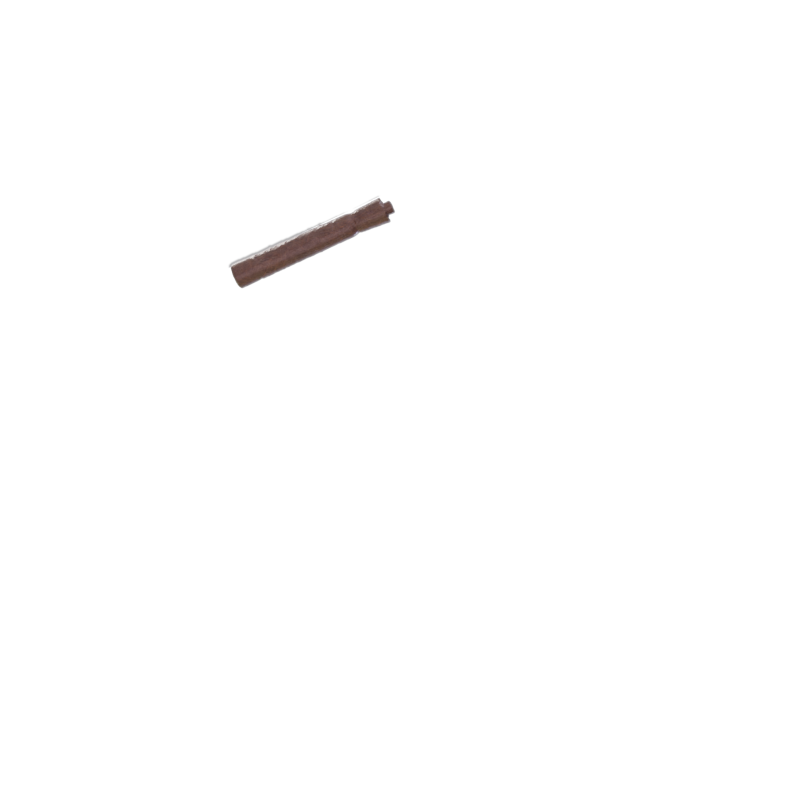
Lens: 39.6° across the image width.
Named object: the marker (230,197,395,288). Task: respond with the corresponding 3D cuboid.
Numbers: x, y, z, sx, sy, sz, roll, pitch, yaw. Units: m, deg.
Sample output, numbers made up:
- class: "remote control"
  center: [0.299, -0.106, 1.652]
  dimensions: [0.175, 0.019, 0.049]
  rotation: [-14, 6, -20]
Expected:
- class: "marker"
  center: [-0.061, -0.110, 0.774]
  dimensions: [0.121, 0.020, 0.020]
  rotation: [-23, 1, 8]
